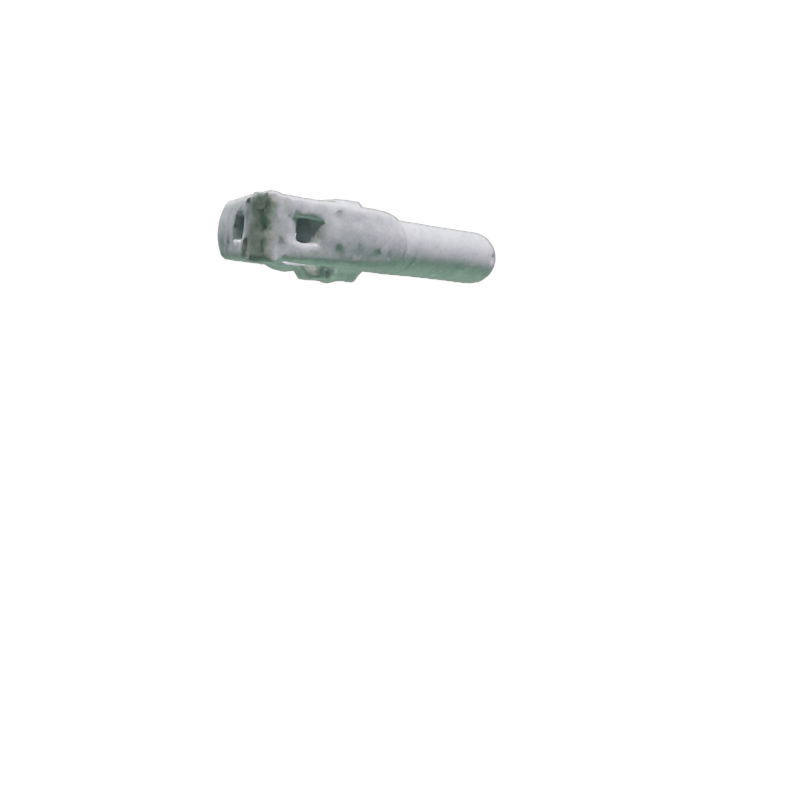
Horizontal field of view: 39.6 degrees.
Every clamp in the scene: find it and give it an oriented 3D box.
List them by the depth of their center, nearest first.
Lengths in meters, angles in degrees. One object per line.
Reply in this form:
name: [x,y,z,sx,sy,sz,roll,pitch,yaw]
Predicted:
clamp: [-0.039,-0.071,0.496,0.123,0.040,0.165,0,0,25]
